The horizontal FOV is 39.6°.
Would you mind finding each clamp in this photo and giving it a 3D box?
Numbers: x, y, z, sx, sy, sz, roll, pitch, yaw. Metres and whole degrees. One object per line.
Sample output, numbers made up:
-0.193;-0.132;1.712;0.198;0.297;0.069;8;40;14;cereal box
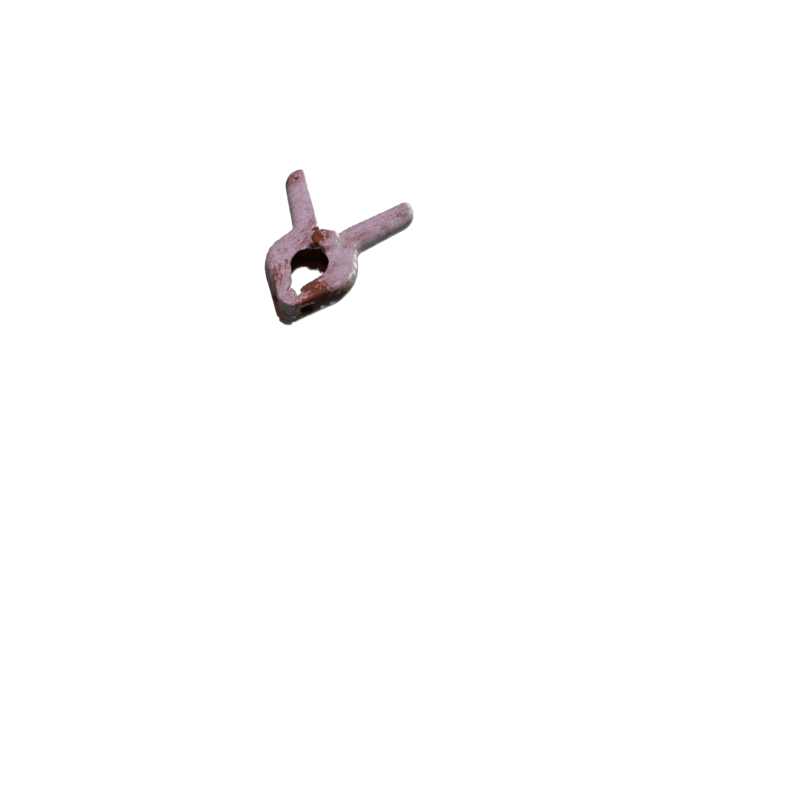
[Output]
-0.075;-0.138;0.964;0.125;0.036;0.177;20;48;19;clamp
